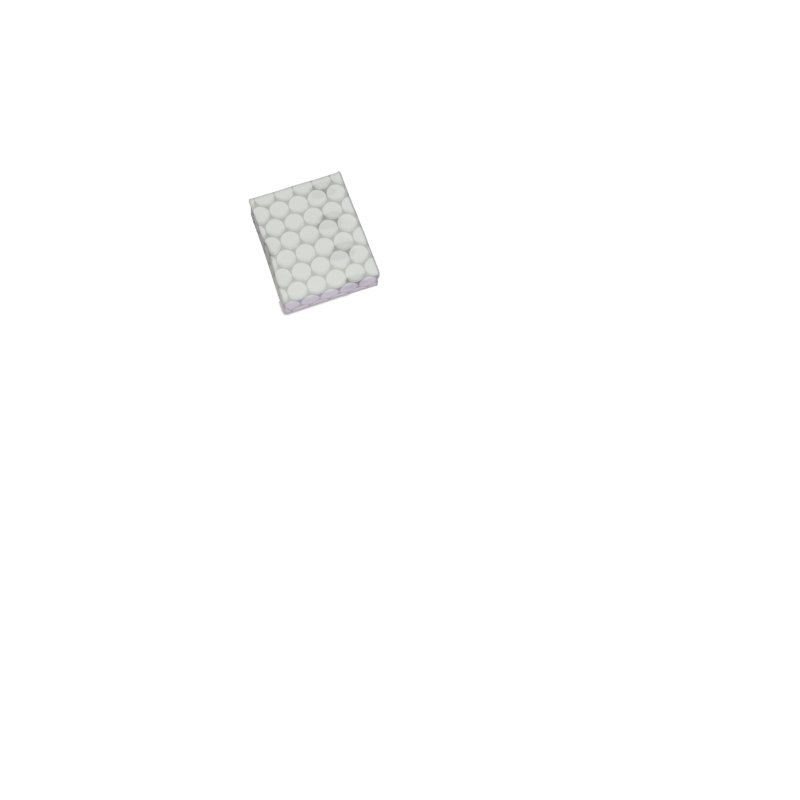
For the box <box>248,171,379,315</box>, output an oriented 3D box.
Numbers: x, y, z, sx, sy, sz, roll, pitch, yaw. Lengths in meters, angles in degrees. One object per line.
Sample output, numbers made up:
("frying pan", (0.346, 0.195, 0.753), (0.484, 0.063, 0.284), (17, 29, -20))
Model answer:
("box", (-0.064, -0.117, 0.816), (0.073, 0.094, 0.029), (-18, -19, -7))
